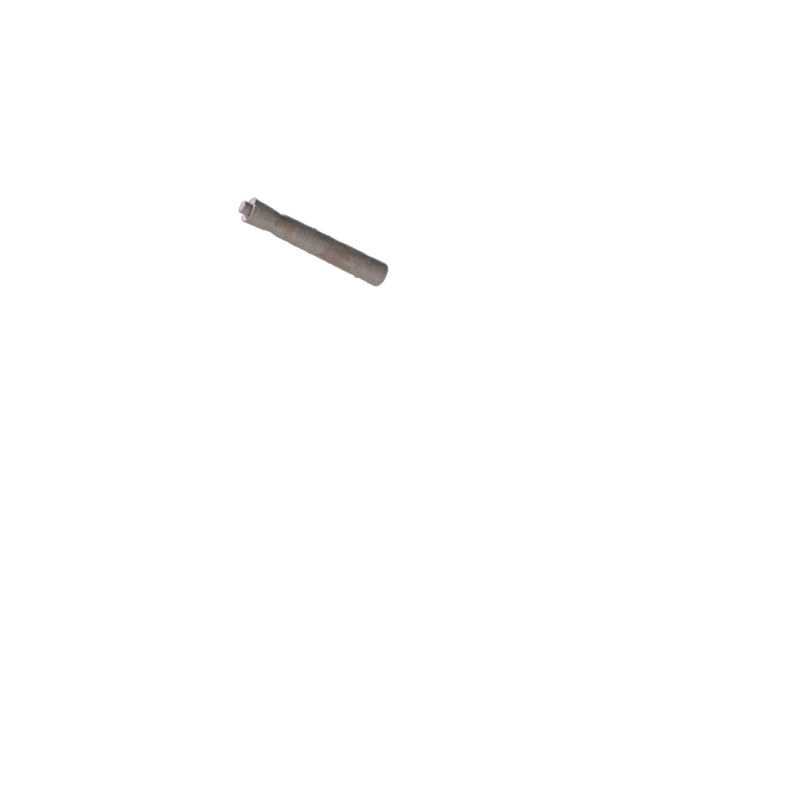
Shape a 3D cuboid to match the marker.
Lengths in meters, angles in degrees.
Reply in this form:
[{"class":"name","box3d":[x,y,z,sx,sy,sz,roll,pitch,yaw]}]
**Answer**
[{"class":"marker","box3d":[-0.062,-0.113,0.792,0.115,0.020,0.020,24,-7,-24]}]
